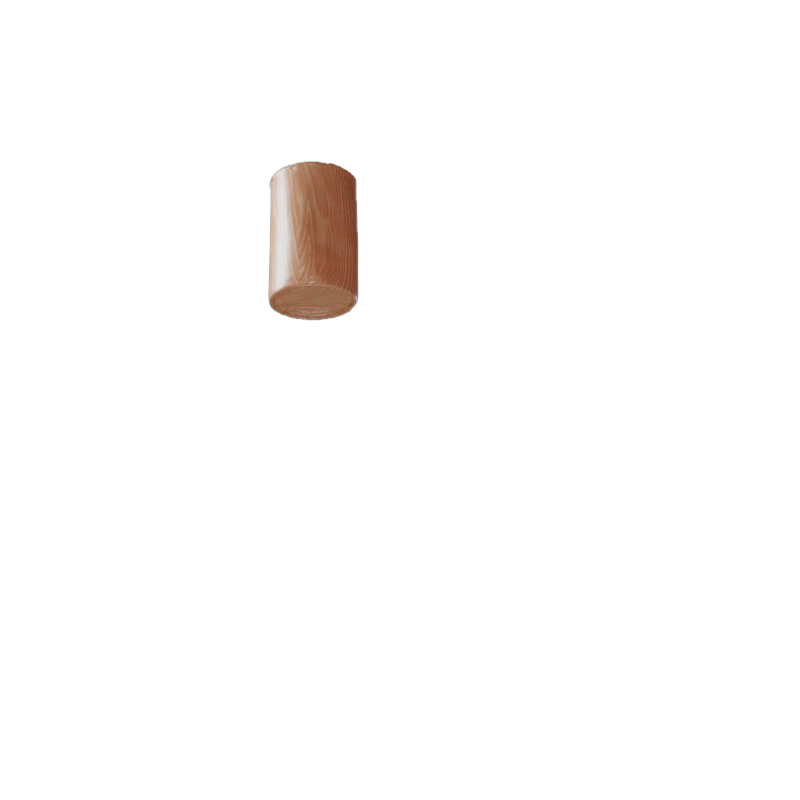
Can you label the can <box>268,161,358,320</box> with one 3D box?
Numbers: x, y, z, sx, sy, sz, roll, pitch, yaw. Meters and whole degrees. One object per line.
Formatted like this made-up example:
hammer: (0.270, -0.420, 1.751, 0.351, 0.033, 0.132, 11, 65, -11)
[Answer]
can: (-0.066, -0.120, 0.838, 0.068, 0.108, 0.065, 0, -24, -2)
